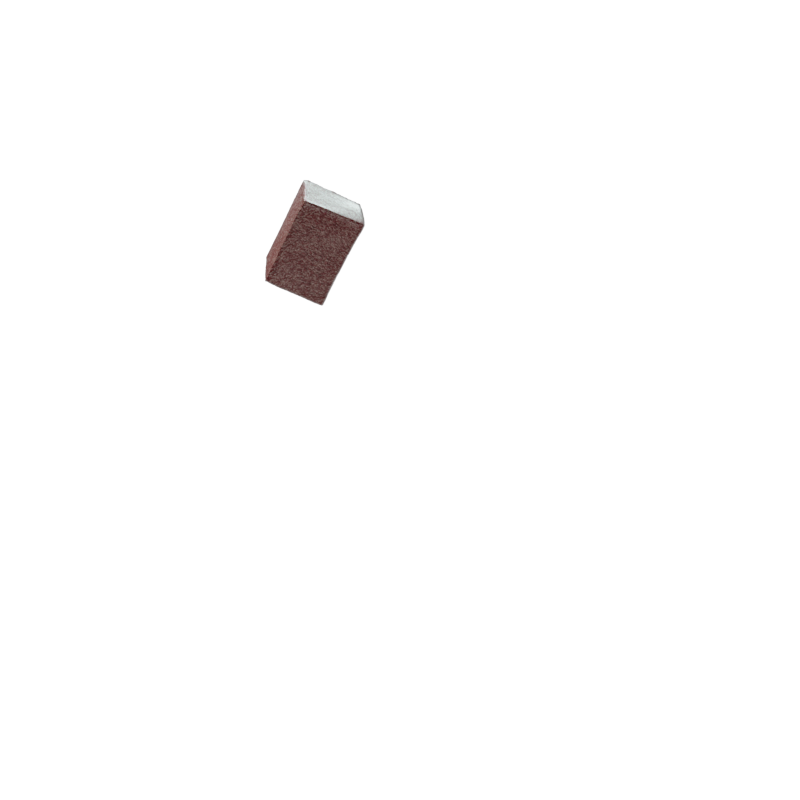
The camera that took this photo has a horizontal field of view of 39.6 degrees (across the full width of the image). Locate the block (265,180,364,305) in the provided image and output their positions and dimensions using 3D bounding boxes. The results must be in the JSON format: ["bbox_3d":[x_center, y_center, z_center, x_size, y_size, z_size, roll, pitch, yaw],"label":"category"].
[{"bbox_3d":[-0.069,-0.126,0.882,0.051,0.076,0.054,24,23,-14],"label":"block"}]
